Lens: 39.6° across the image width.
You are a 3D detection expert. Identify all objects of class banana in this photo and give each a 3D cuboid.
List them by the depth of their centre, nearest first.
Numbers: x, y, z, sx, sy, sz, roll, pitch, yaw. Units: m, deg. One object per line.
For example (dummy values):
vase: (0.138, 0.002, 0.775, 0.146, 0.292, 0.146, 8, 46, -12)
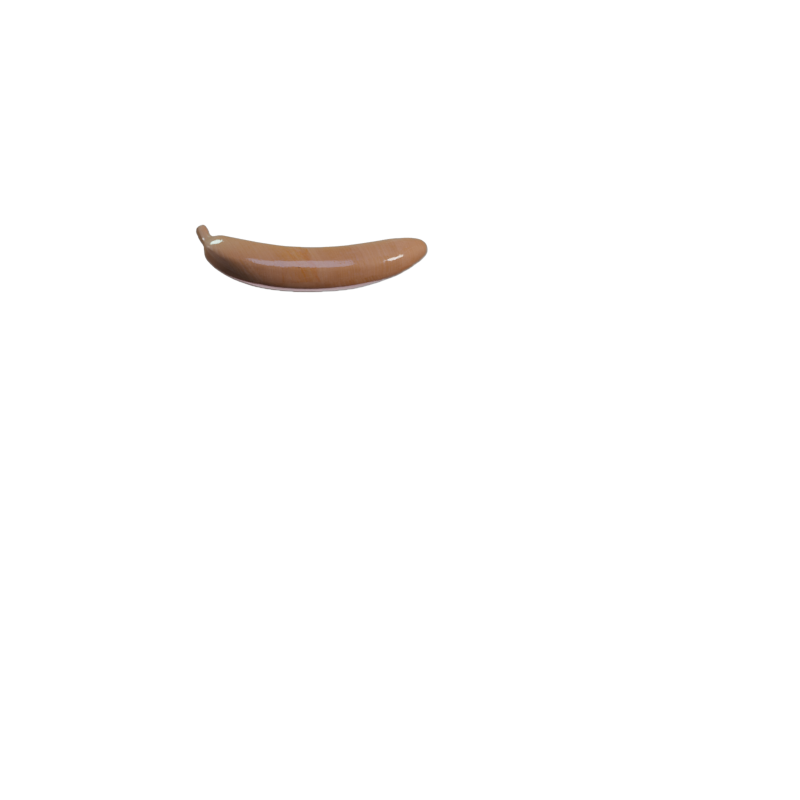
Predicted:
banana: (-0.078, -0.117, 0.912, 0.199, 0.074, 0.034, 6, -40, 5)
